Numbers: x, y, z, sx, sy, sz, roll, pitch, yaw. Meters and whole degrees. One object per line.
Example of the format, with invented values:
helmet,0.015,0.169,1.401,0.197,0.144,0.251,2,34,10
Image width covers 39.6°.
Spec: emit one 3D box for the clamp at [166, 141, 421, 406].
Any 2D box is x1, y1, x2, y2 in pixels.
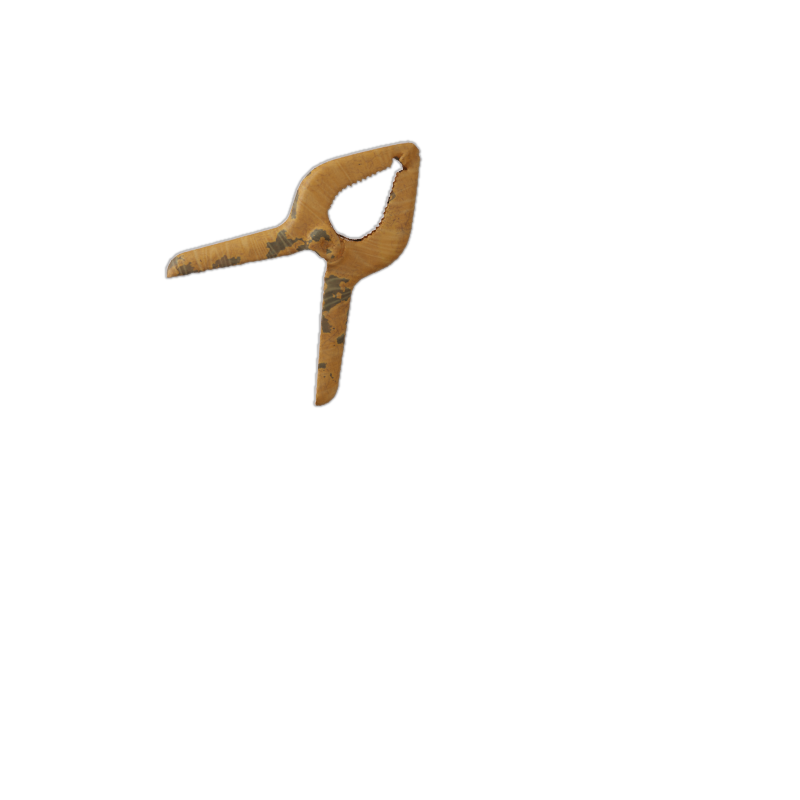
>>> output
clamp,-0.067,-0.121,0.850,0.163,0.208,0.037,35,6,-4
